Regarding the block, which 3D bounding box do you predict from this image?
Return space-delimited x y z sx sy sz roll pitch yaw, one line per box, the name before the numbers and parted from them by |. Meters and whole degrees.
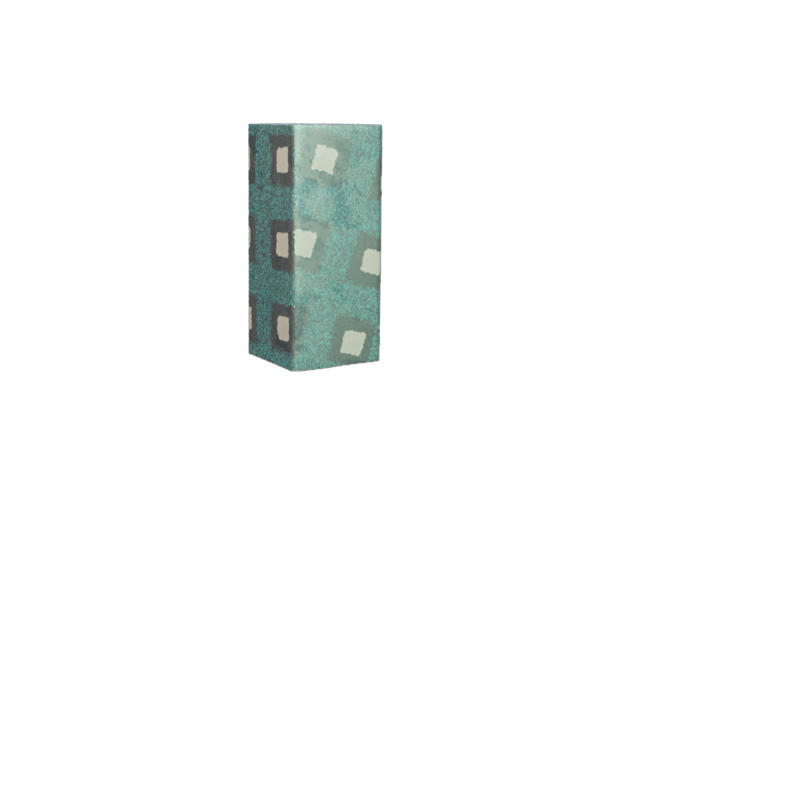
block | -0.075 -0.139 0.970 0.087 0.203 0.095 -4 9 -32
